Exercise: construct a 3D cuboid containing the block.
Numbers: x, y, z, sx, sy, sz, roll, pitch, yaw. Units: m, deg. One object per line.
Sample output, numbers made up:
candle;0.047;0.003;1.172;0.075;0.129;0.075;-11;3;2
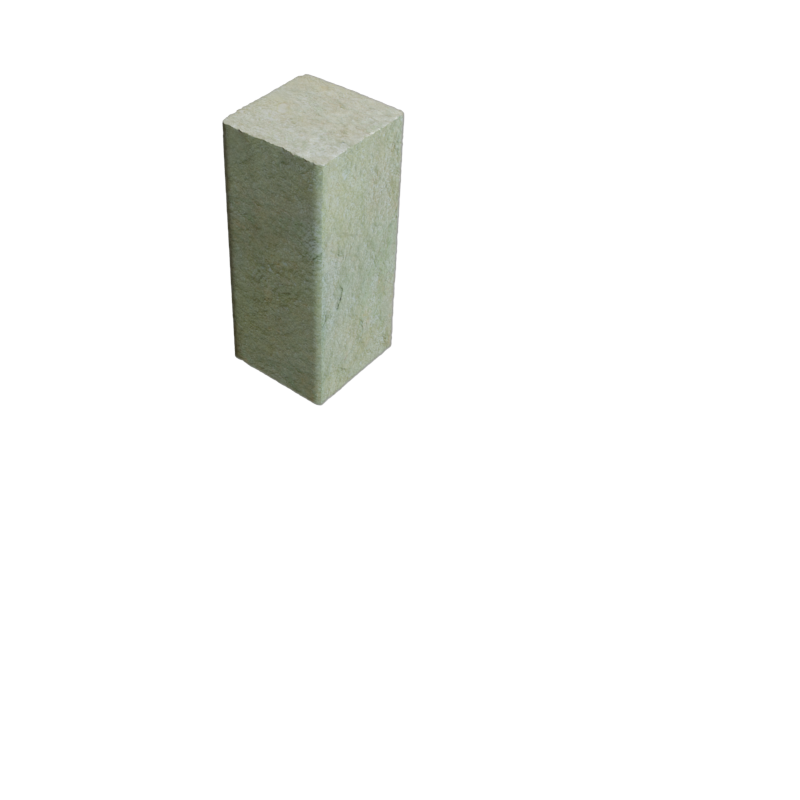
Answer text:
block;-0.062;-0.113;0.791;0.095;0.192;0.092;28;46;26
